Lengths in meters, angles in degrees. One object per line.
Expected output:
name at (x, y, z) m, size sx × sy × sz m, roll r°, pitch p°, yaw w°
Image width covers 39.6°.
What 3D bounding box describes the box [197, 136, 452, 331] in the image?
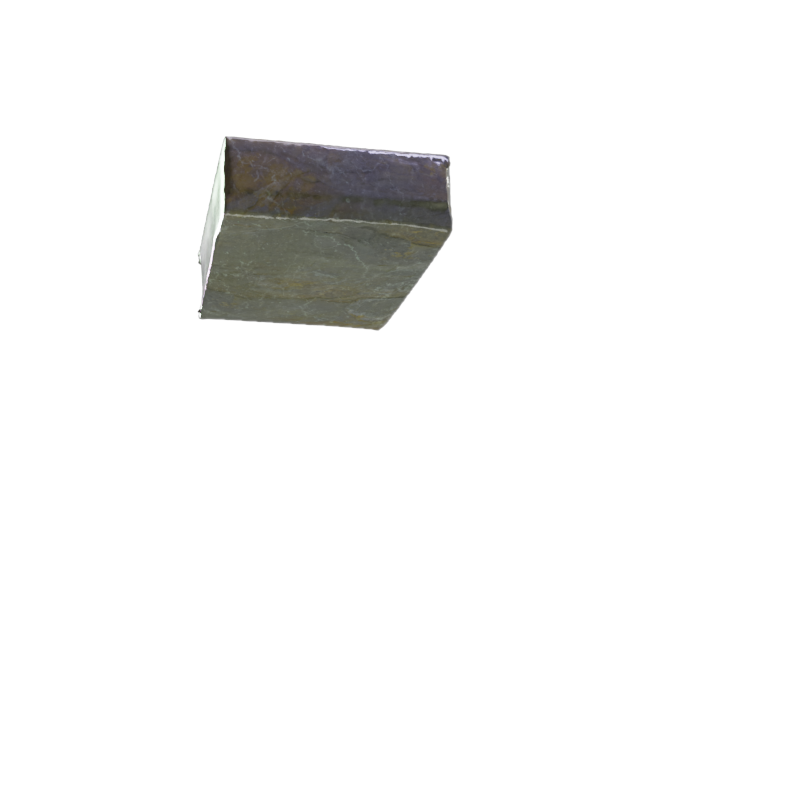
box at (-0.036, -0.067, 0.467) m, size 0.088 × 0.041 × 0.110 m, roll 5°, pitch -21°, yaw -13°
